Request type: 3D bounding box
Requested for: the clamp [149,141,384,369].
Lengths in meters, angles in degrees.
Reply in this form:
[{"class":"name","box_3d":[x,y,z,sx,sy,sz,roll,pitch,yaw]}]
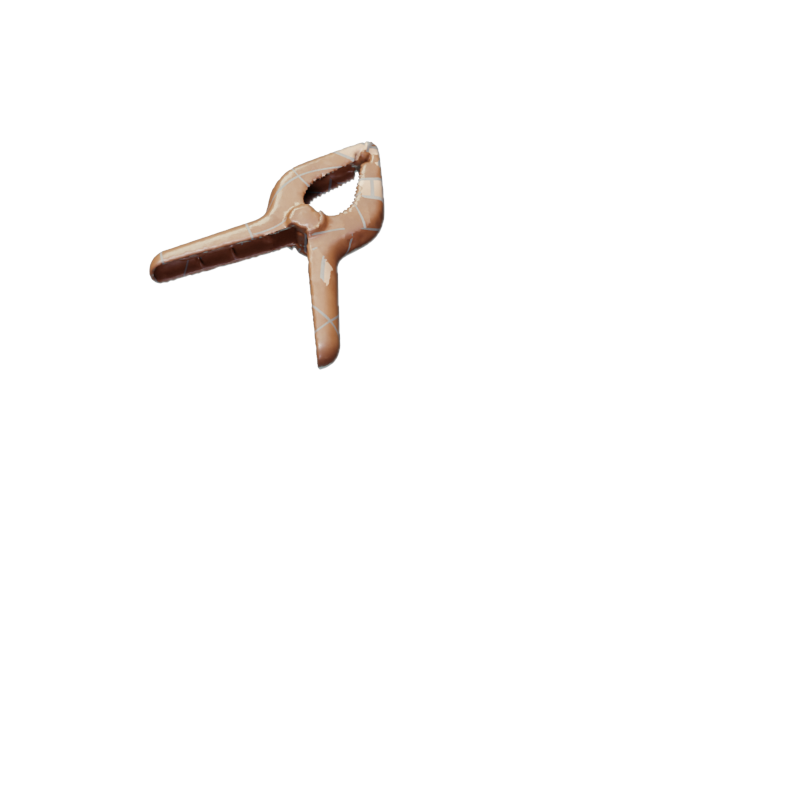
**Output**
[{"class":"clamp","box_3d":[-0.068,-0.124,0.865,0.173,0.214,0.034,32,-30,21]}]
